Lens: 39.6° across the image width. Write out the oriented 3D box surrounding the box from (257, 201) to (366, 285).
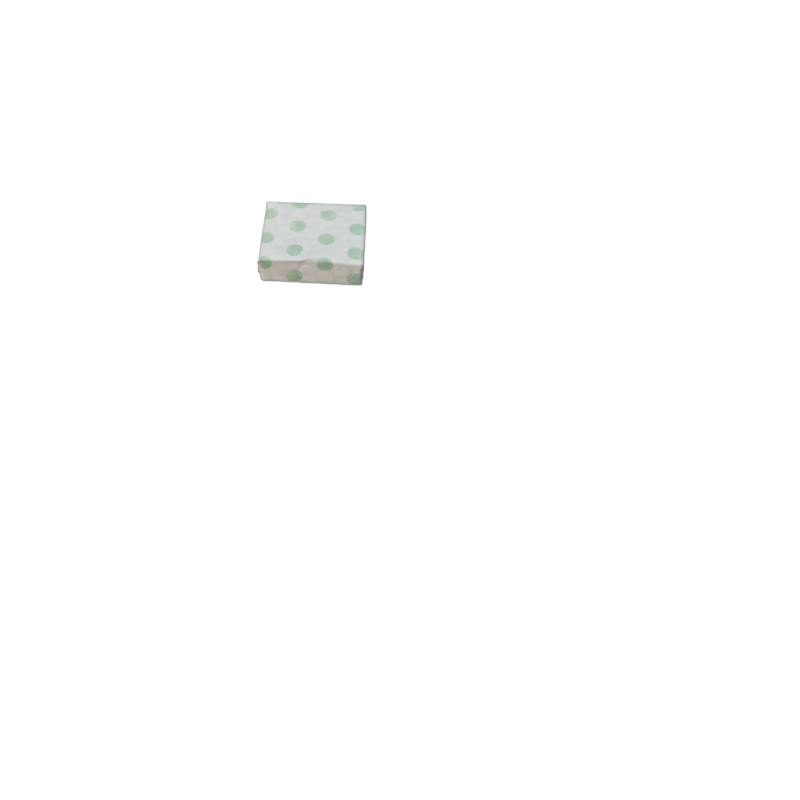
[{"bbox_3d":[-0.074,-0.135,0.947,0.089,0.078,0.028,2,-41,2],"label":"box"}]
